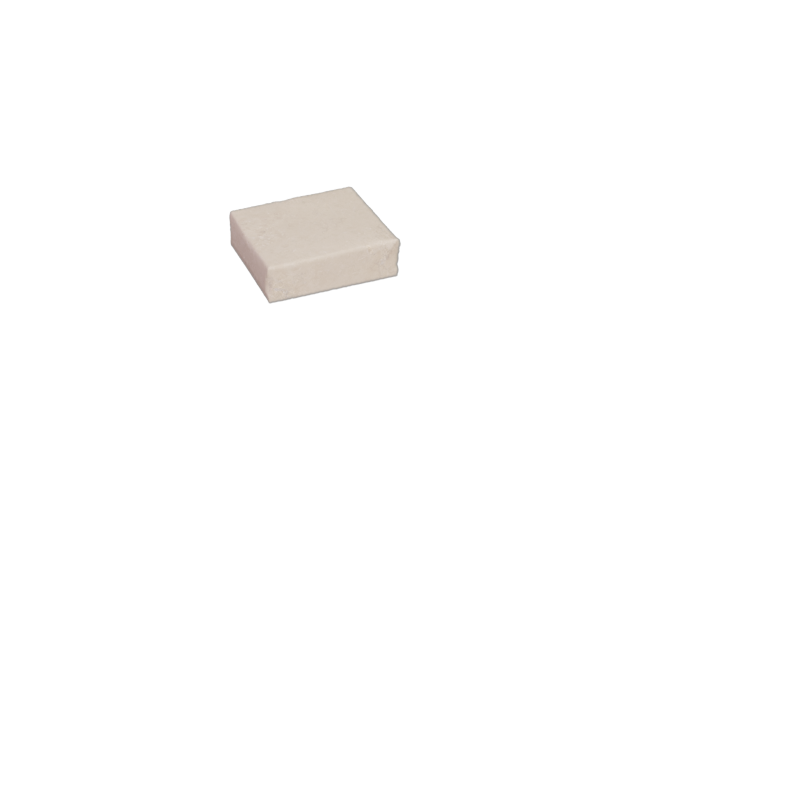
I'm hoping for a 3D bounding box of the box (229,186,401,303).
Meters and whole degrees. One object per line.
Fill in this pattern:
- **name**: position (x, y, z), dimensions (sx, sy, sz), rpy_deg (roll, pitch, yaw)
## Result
- **box**: position (-0.055, -0.100, 0.700), dimensions (0.088, 0.028, 0.079), rpy_deg (-15, 40, -19)
